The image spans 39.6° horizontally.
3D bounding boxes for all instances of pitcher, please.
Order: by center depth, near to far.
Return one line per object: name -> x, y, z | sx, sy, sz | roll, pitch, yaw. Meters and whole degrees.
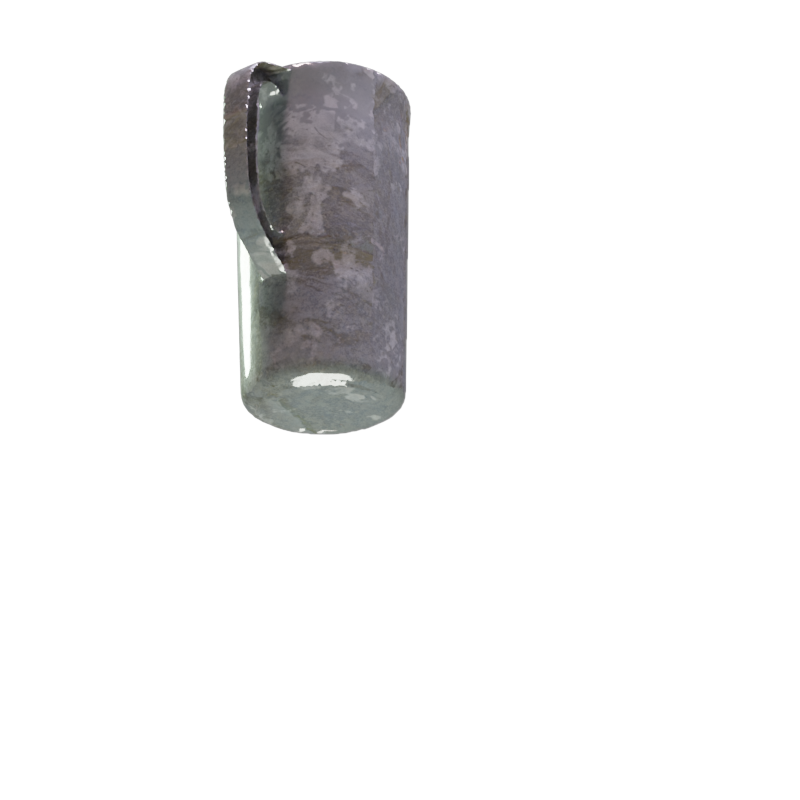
pitcher -> -0.060, -0.110, 0.770 | 0.146, 0.258, 0.139 | 5, -28, -14
